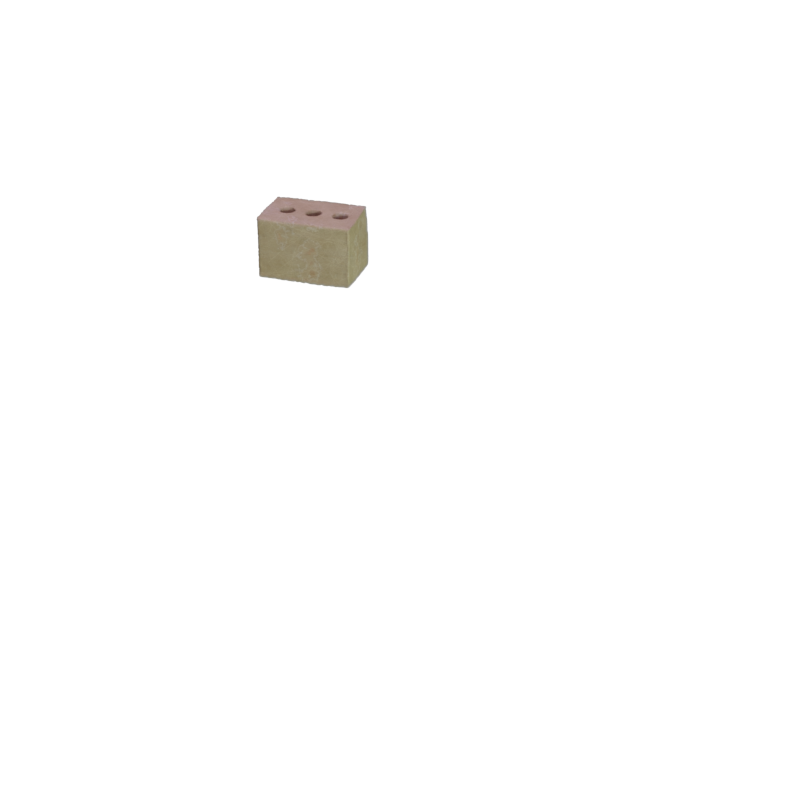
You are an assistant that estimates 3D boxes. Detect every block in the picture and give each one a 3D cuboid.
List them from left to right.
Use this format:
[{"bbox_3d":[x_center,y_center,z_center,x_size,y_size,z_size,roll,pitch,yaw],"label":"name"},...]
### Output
[{"bbox_3d":[-0.069,-0.126,0.880,0.080,0.049,0.054,8,27,14],"label":"block"}]
